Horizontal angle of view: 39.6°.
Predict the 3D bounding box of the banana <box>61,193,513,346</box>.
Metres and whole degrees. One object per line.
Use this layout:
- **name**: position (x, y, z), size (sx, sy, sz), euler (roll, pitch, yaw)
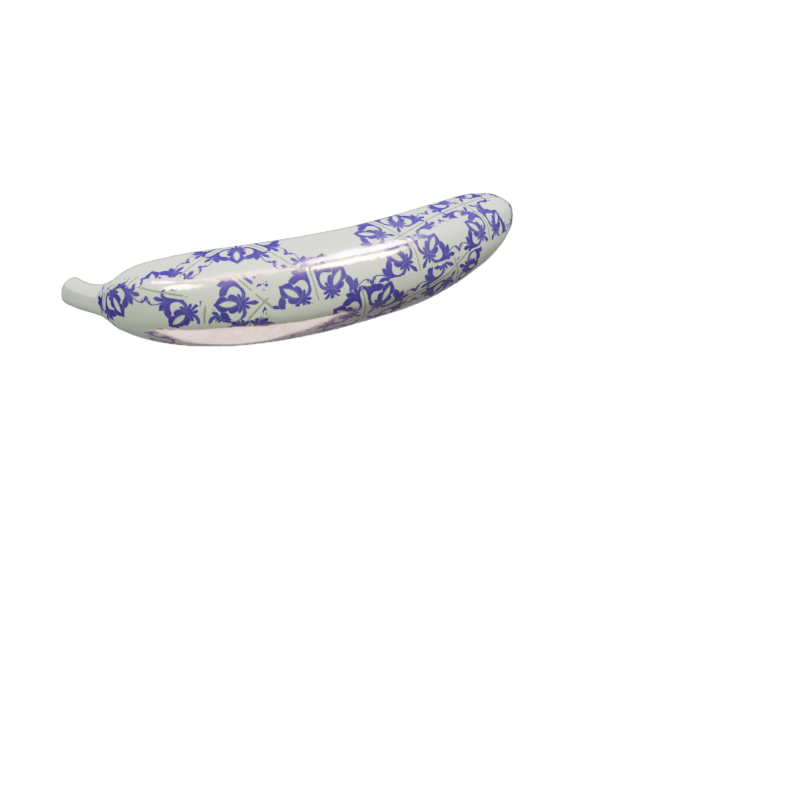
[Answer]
- **banana**: position (-0.032, -0.054, 0.442), size (0.195, 0.034, 0.075), euler (-12, 35, -17)
